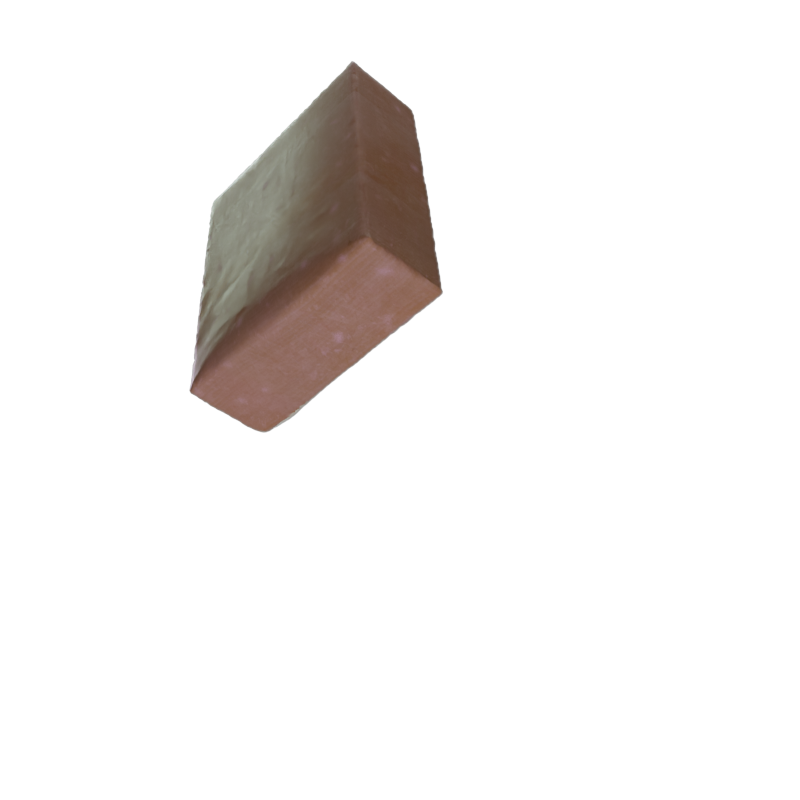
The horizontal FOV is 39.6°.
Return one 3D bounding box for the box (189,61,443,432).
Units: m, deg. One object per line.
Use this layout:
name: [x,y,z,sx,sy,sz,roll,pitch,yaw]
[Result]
box: [-0.059,-0.107,0.748,0.068,0.229,0.162,35,-59,-29]
